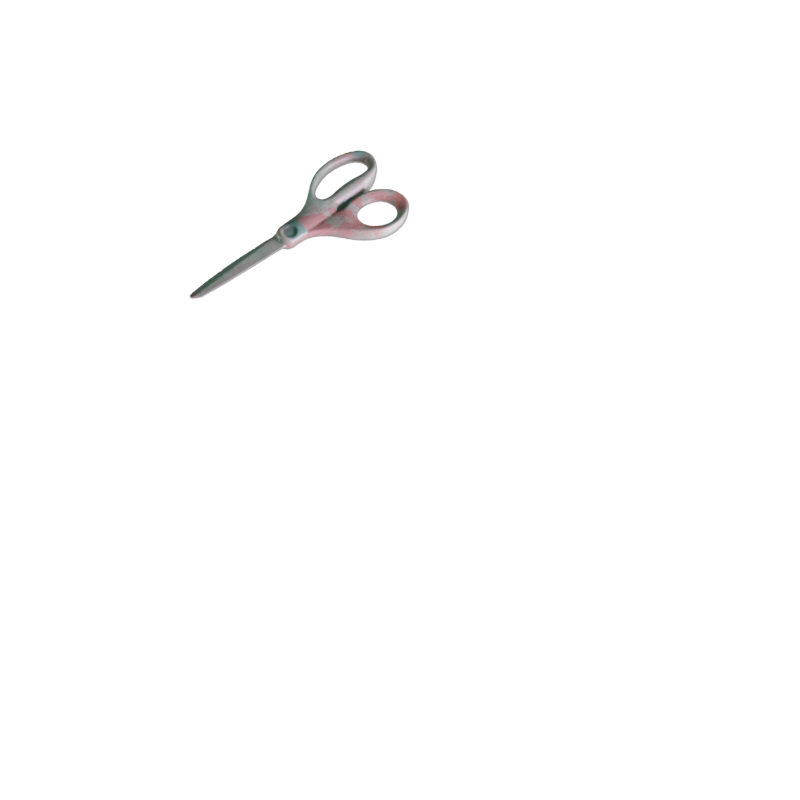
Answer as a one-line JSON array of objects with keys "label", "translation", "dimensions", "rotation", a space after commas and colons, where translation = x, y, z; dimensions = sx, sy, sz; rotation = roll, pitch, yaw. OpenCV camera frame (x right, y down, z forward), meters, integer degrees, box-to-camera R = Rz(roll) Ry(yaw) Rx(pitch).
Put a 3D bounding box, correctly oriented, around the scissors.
[{"label": "scissors", "translation": [-0.070, -0.128, 0.899], "dimensions": [0.100, 0.207, 0.015], "rotation": [29, -29, 18]}]
